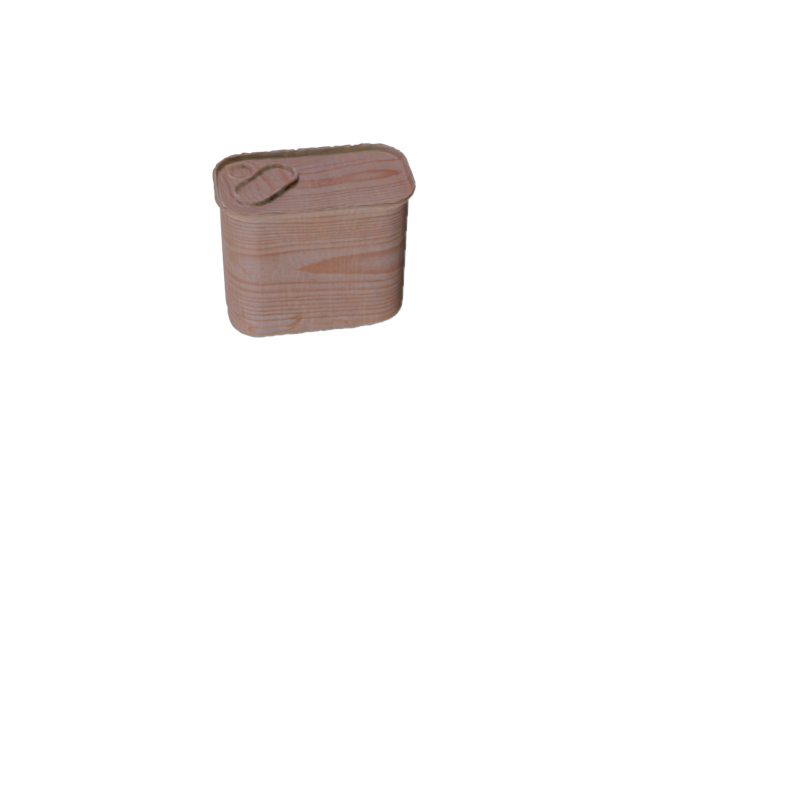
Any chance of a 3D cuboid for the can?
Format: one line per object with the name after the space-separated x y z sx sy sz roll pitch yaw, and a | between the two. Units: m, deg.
-0.046 -0.084 0.588 0.101 0.078 0.062 -5 41 -8 | can
